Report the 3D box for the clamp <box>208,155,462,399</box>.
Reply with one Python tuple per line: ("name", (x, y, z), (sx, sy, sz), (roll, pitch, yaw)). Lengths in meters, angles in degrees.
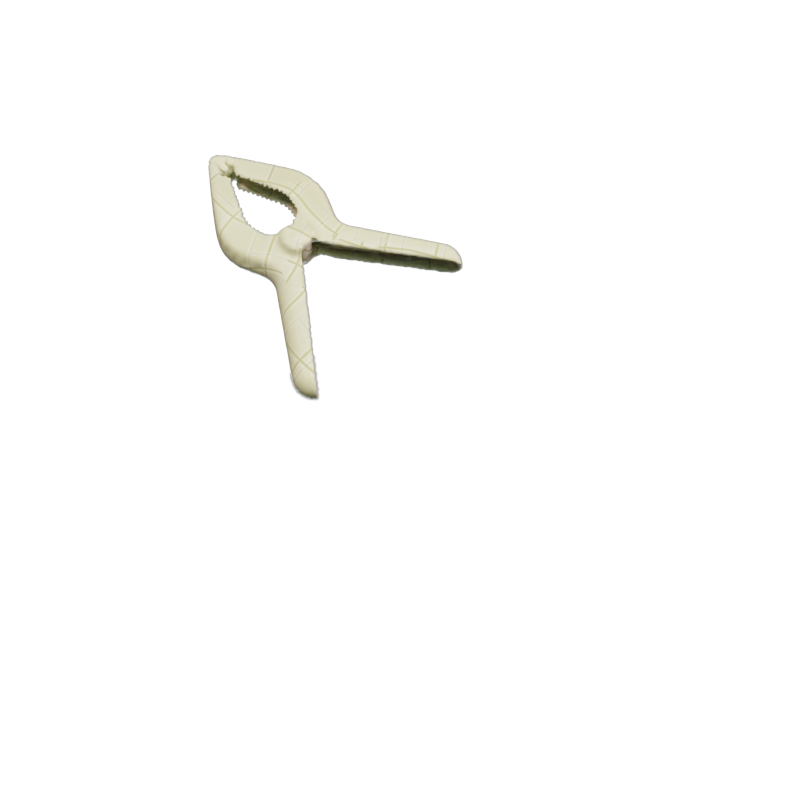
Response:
("clamp", (-0.067, -0.123, 0.862), (0.165, 0.222, 0.034), (-34, -22, -16))
